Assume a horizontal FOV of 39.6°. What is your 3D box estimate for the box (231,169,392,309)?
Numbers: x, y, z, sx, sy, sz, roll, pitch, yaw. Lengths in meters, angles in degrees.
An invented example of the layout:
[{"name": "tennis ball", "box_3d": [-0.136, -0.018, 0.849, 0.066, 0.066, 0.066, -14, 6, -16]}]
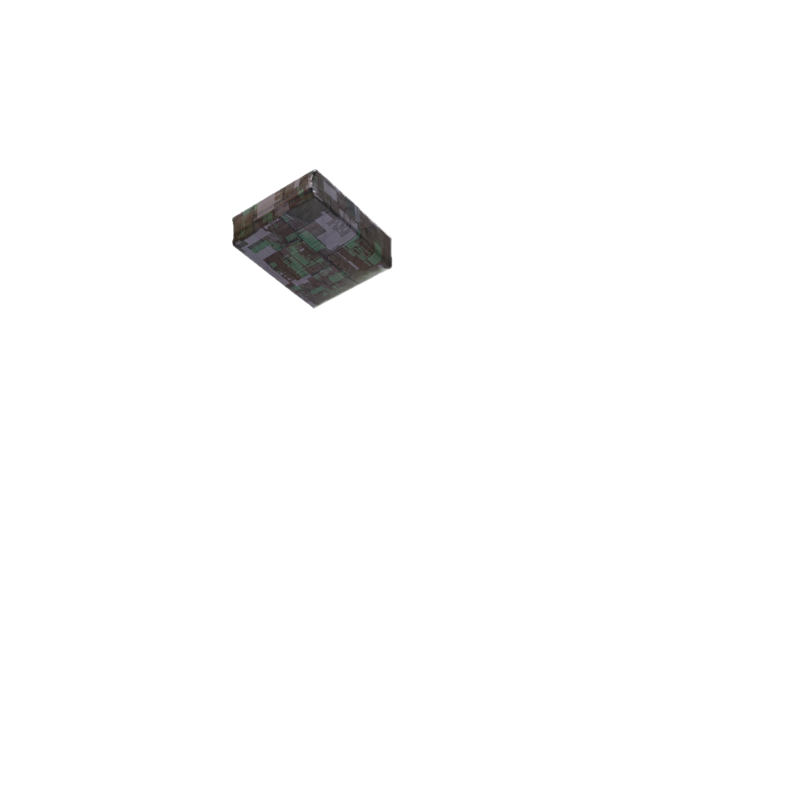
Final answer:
[{"name": "box", "box_3d": [-0.073, -0.134, 0.936, 0.090, 0.042, 0.105, -25, -46, 27]}]
